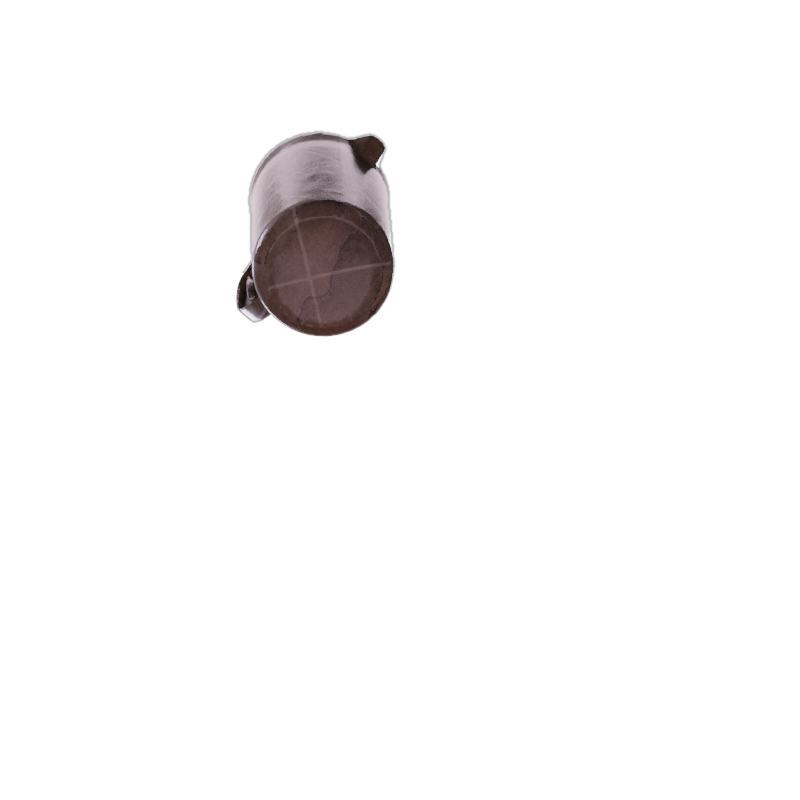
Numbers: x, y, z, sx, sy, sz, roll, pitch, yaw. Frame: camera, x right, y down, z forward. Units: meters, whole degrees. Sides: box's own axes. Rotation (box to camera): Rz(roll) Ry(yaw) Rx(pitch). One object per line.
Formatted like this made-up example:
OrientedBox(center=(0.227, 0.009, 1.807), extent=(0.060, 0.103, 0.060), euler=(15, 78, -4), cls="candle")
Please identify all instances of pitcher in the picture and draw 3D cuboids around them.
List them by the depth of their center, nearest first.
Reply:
OrientedBox(center=(-0.074, -0.135, 0.944), extent=(0.145, 0.143, 0.254), euler=(-2, 21, -3), cls="pitcher")
